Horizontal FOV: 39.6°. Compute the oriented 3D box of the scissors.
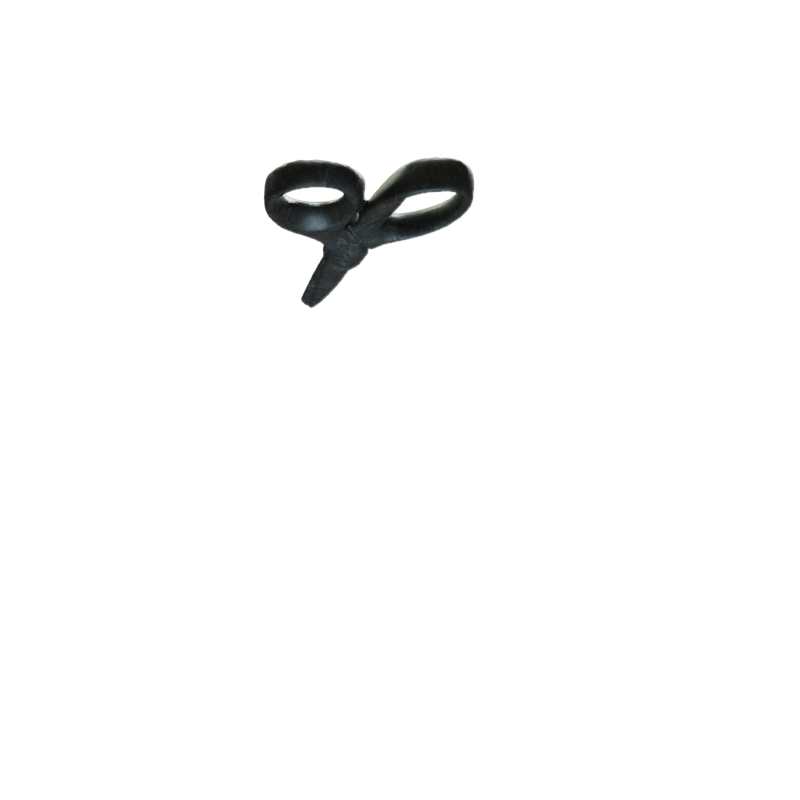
[{"bbox_3d":[-0.041,-0.075,0.524,0.092,0.016,0.202,7,-13,-29],"label":"scissors"}]
